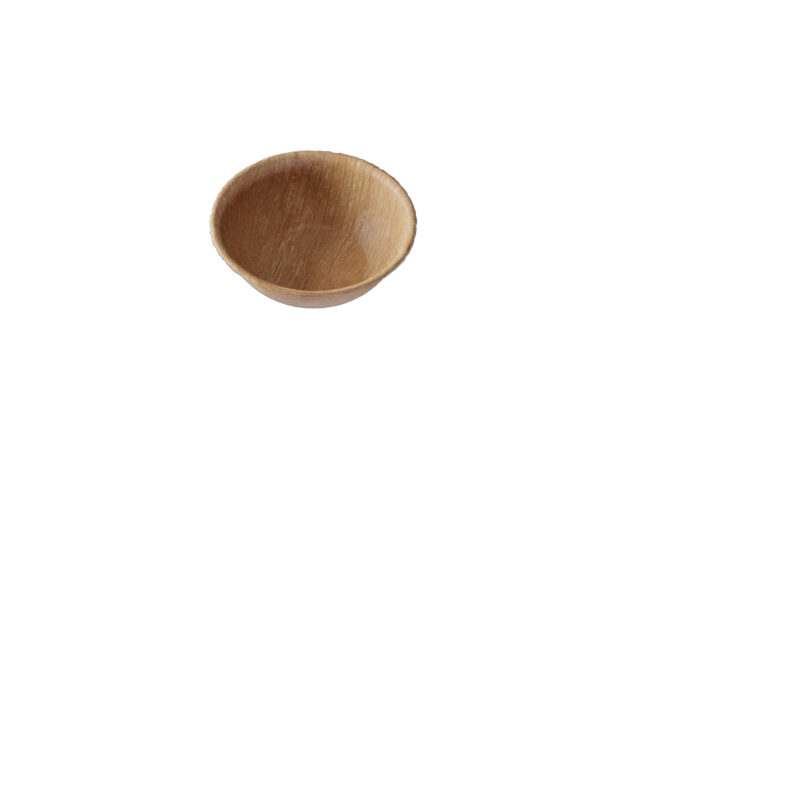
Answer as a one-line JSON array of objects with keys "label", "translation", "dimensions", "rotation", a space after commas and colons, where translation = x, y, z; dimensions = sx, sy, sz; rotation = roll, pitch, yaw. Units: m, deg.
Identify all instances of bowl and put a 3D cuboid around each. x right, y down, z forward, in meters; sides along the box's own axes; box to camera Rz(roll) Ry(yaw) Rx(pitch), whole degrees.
[{"label": "bowl", "translation": [-0.069, -0.125, 0.878], "dimensions": [0.162, 0.174, 0.051], "rotation": [-1, -41, -1]}]
